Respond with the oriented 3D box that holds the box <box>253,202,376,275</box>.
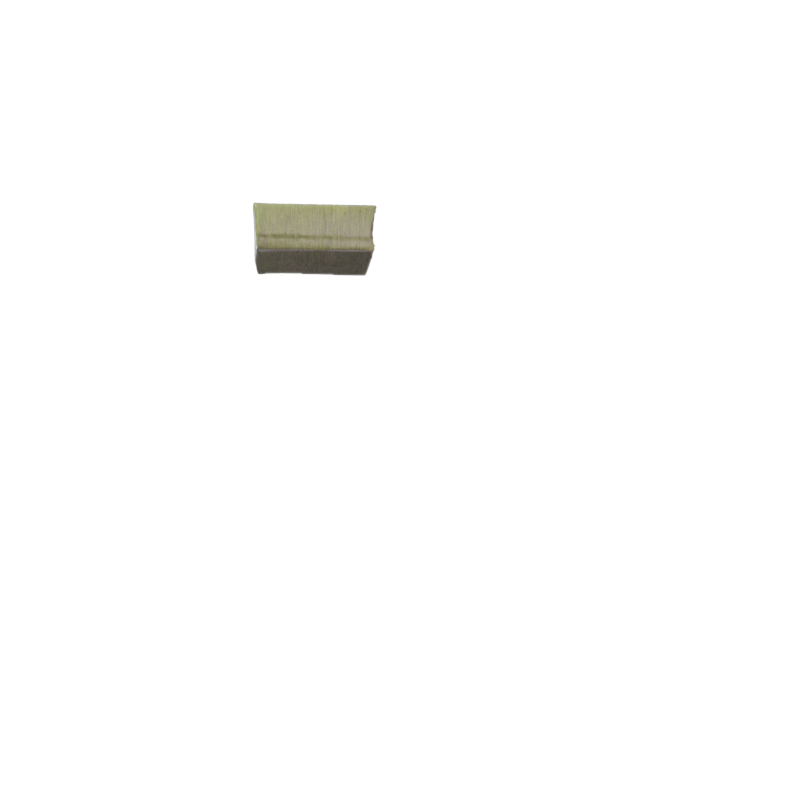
[{"bbox_3d":[-0.066,-0.121,0.846,0.089,0.039,0.112,0,-2,-4],"label":"box"}]
